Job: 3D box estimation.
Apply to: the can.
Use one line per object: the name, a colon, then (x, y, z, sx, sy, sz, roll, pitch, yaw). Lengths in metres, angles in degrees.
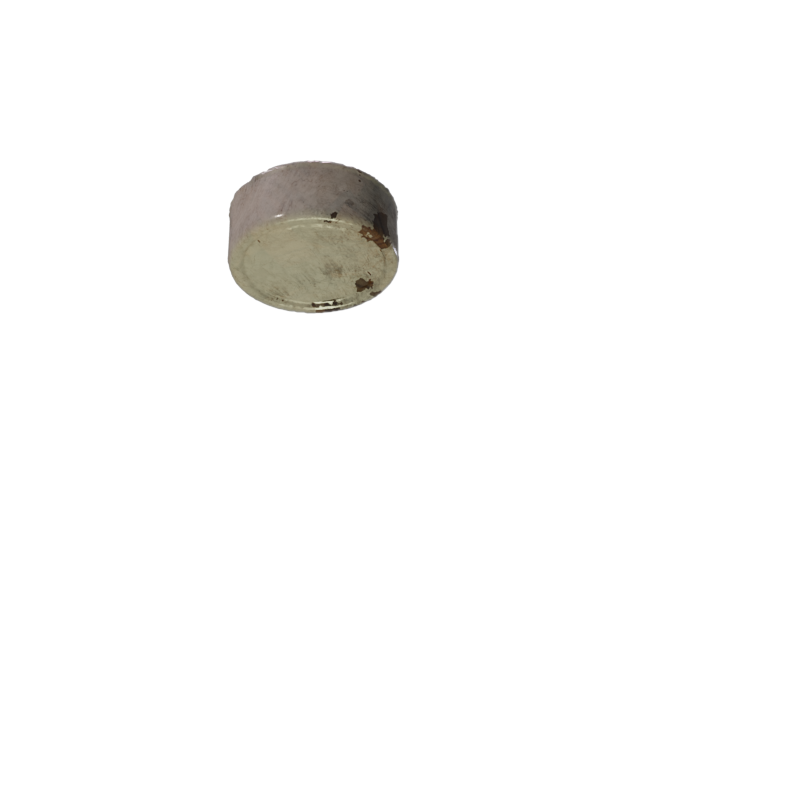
can: (-0.043, -0.079, 0.554, 0.086, 0.036, 0.080, 1, -31, -2)
